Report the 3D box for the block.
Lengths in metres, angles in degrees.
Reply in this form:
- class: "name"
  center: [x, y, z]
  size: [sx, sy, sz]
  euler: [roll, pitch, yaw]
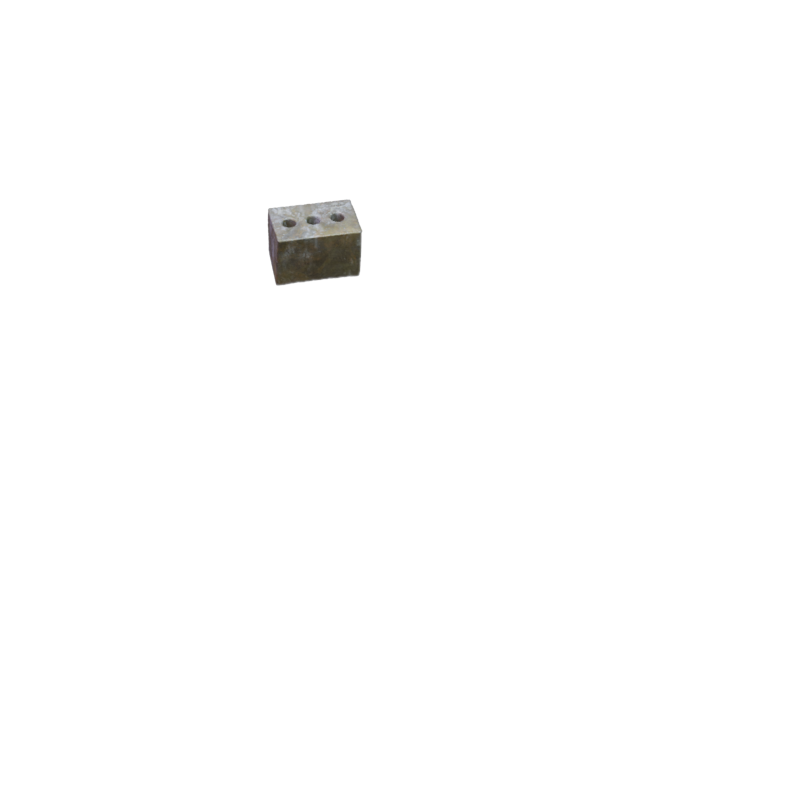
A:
- class: "block"
  center: [-0.078, -0.142, 0.996]
  size: [0.077, 0.048, 0.057]
  euler: [-8, 43, -10]
